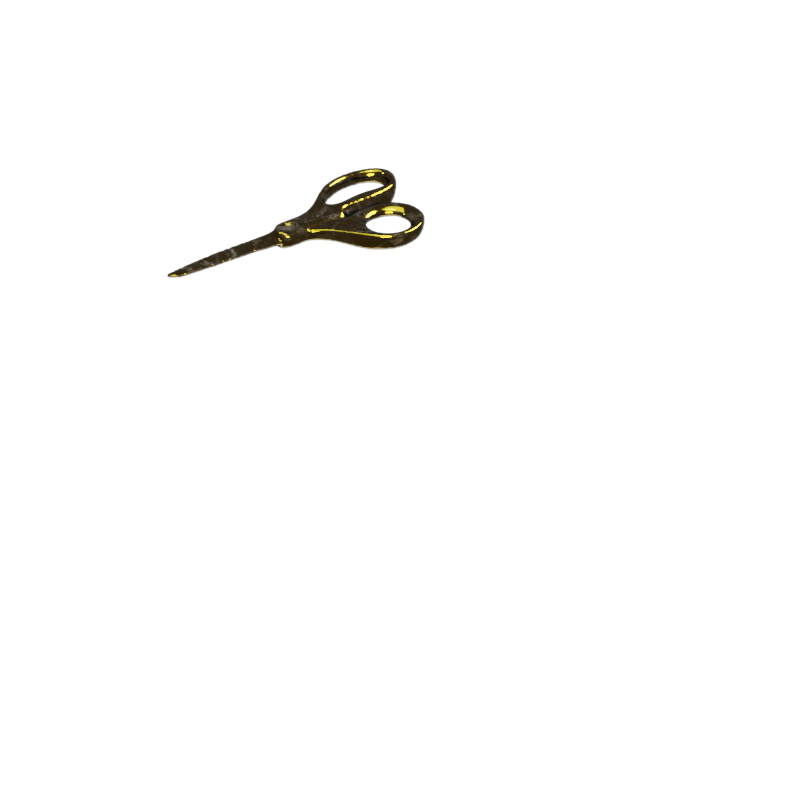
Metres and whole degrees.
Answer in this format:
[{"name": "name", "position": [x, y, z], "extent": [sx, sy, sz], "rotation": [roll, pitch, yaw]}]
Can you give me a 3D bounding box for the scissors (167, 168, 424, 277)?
[{"name": "scissors", "position": [-0.064, -0.117, 0.816], "extent": [0.102, 0.015, 0.203], "rotation": [31, 52, 29]}]
